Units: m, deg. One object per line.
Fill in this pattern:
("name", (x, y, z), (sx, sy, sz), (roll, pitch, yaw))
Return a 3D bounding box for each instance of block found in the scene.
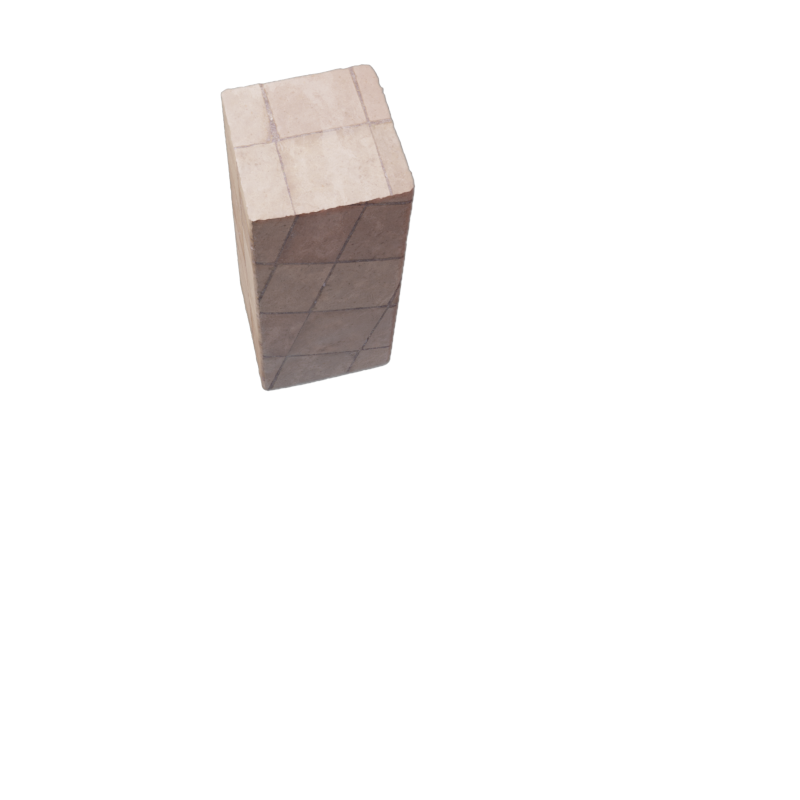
("block", (-0.052, -0.096, 0.674), (0.089, 0.097, 0.194), (-11, -26, -9))
